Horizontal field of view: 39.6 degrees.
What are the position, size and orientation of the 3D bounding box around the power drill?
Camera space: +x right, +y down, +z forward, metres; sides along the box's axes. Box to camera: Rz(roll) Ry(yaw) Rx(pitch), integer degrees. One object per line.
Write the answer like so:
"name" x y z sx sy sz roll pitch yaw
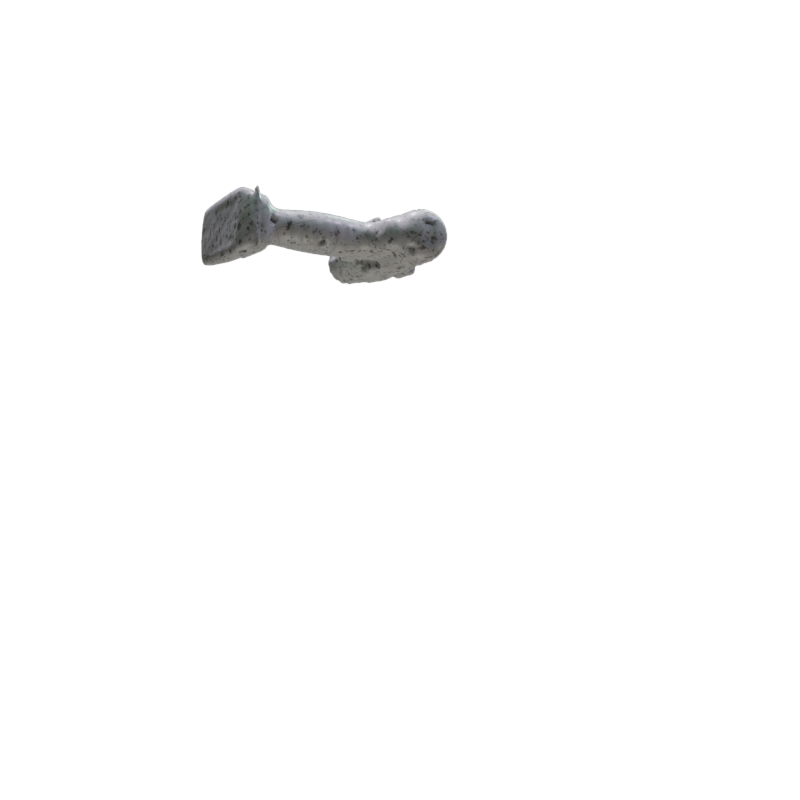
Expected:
"power drill" -0.077 -0.140 0.983 0.181 0.059 0.186 3 -6 -25
